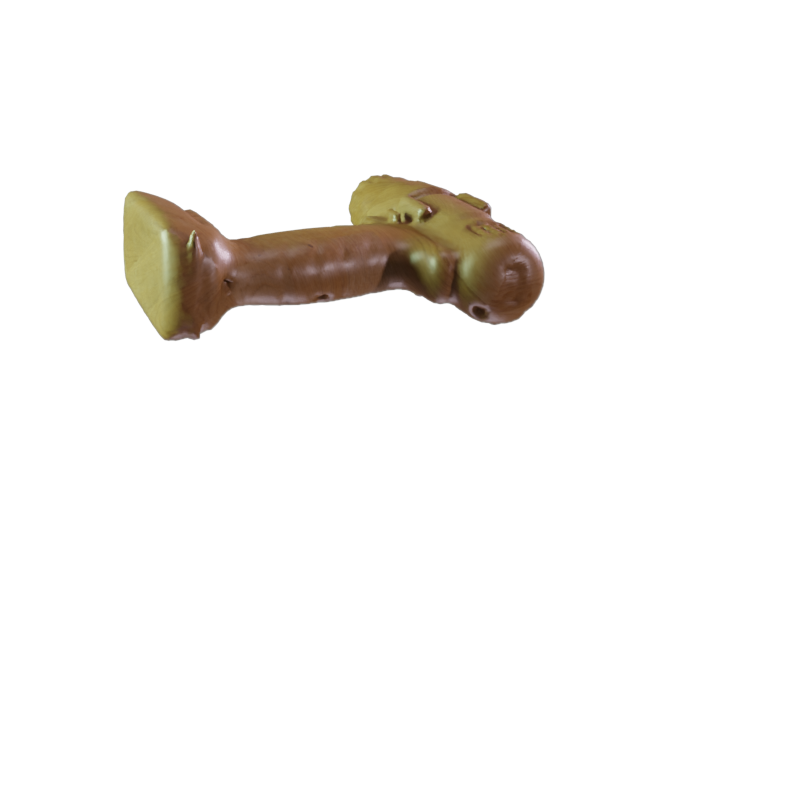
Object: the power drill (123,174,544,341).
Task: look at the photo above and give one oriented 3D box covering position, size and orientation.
[{"bbox_3d":[-0.045,-0.082,0.576,0.184,0.055,0.196,-8,22,-20],"label":"power drill"}]
